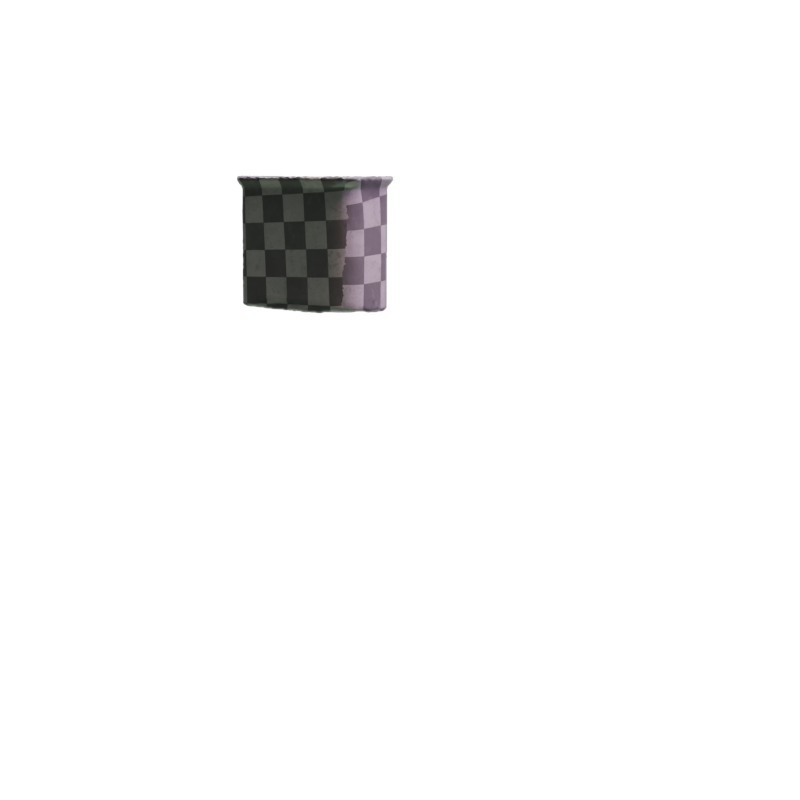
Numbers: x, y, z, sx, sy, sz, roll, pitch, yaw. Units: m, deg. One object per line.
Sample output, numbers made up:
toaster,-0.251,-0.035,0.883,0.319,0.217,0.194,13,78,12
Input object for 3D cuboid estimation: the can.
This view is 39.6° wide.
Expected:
can,-0.055,-0.100,0.704,0.106,0.083,0.056,7,9,39
